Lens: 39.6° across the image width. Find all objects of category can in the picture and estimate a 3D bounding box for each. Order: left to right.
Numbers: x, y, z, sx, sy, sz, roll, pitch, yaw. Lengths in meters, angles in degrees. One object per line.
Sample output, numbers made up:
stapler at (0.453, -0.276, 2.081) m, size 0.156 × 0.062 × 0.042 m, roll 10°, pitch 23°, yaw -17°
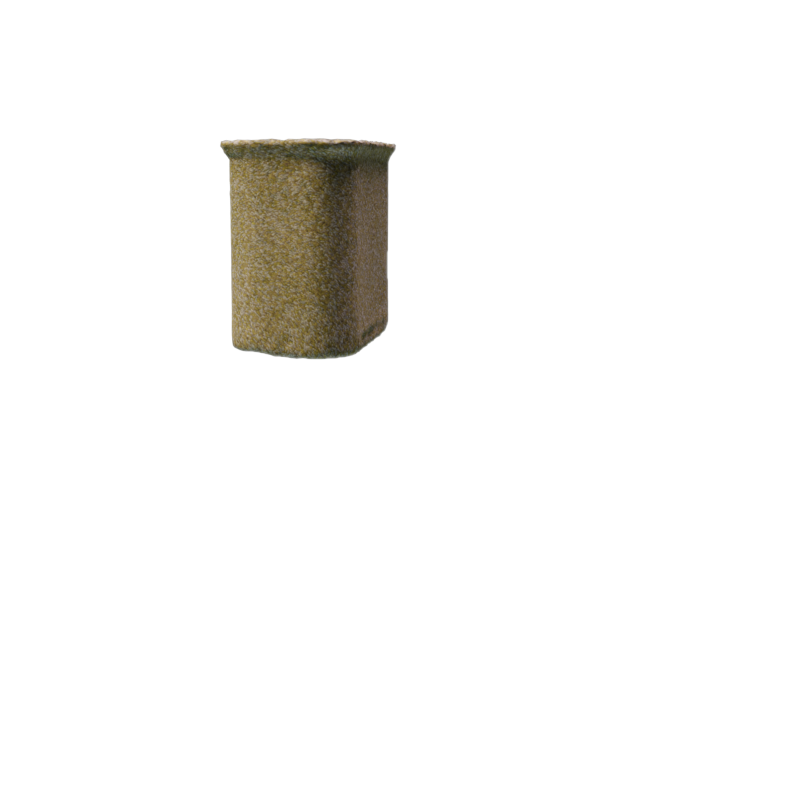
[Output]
can at (-0.036, -0.066, 0.465) m, size 0.058 × 0.083 × 0.102 m, roll 1°, pitch 8°, yaw 11°
